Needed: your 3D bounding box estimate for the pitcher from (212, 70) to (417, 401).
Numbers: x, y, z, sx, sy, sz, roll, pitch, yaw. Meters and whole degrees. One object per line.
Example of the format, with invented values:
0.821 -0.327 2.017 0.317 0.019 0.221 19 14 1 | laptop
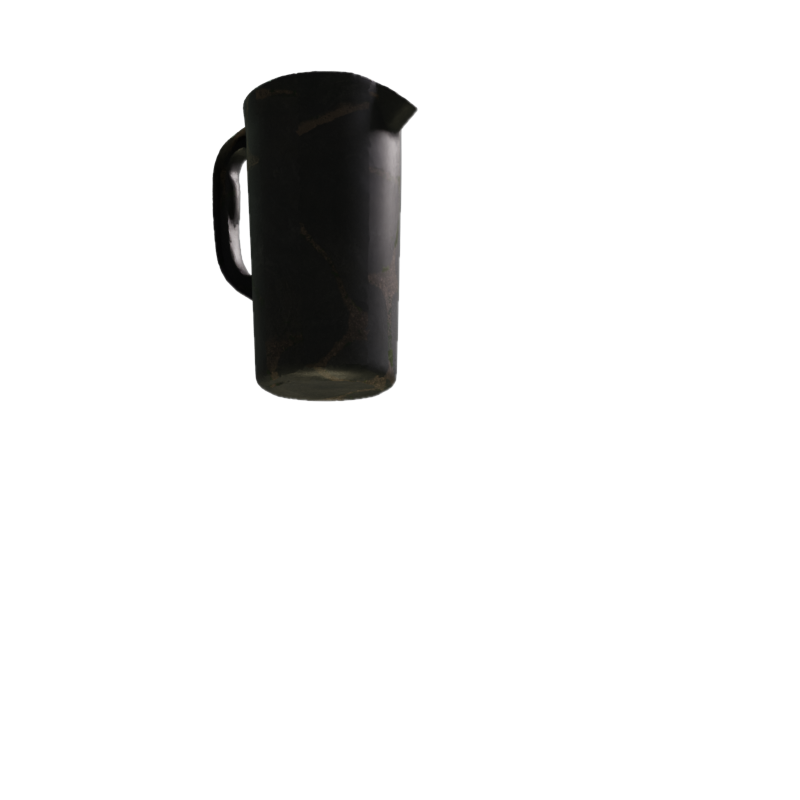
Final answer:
-0.069 -0.126 0.883 0.142 0.253 0.147 4 -16 -17 | pitcher
